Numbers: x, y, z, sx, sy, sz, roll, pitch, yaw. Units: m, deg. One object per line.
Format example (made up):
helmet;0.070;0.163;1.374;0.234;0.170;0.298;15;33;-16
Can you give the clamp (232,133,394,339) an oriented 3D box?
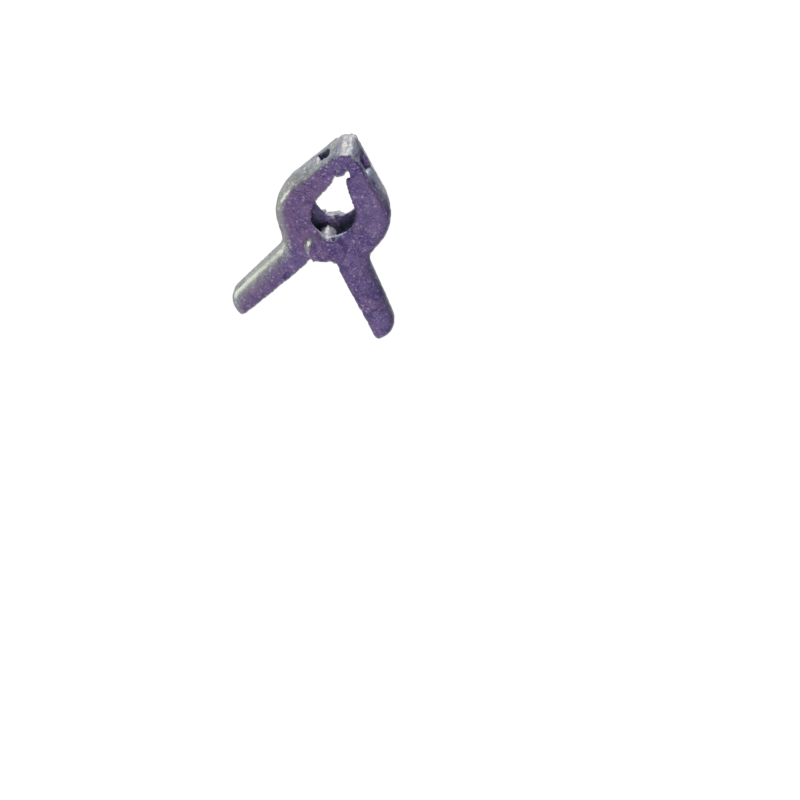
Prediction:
clamp;-0.061;-0.112;0.781;0.120;0.160;0.042;1;41;-1
